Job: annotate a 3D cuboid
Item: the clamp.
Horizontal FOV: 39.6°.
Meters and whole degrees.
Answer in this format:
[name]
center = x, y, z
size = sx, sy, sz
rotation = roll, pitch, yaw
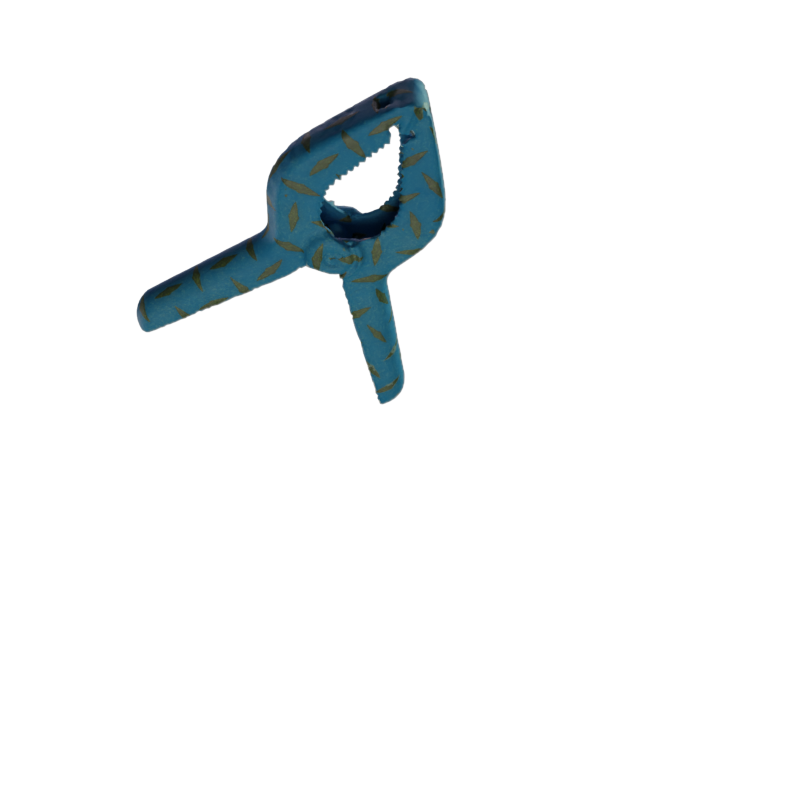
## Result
[clamp]
center = -0.047, -0.085, 0.597
size = 0.161, 0.200, 0.039
rotation = 13, 42, -13
